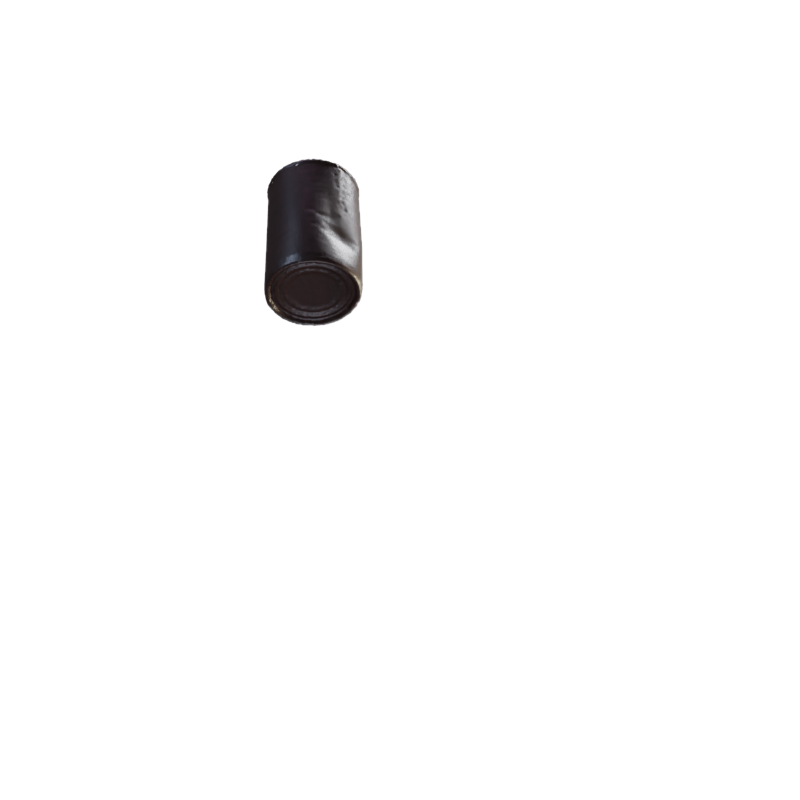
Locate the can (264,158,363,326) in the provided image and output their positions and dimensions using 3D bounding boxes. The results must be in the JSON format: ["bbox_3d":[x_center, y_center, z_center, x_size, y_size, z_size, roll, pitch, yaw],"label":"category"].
[{"bbox_3d":[-0.061,-0.111,0.780,0.068,0.110,0.064,-1,-42,-3],"label":"can"}]
